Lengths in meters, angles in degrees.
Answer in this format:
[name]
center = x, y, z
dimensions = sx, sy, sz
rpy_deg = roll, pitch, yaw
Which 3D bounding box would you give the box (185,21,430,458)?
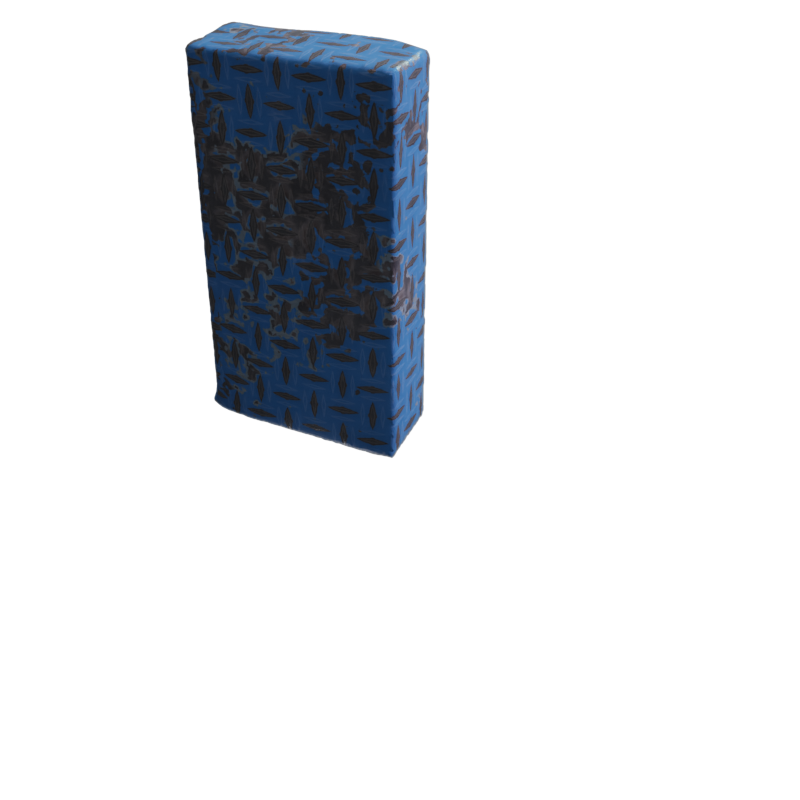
[box]
center = -0.037, -0.068, 0.474
dimensions = 0.097, 0.166, 0.049
rpy_deg = 14, 30, 22
